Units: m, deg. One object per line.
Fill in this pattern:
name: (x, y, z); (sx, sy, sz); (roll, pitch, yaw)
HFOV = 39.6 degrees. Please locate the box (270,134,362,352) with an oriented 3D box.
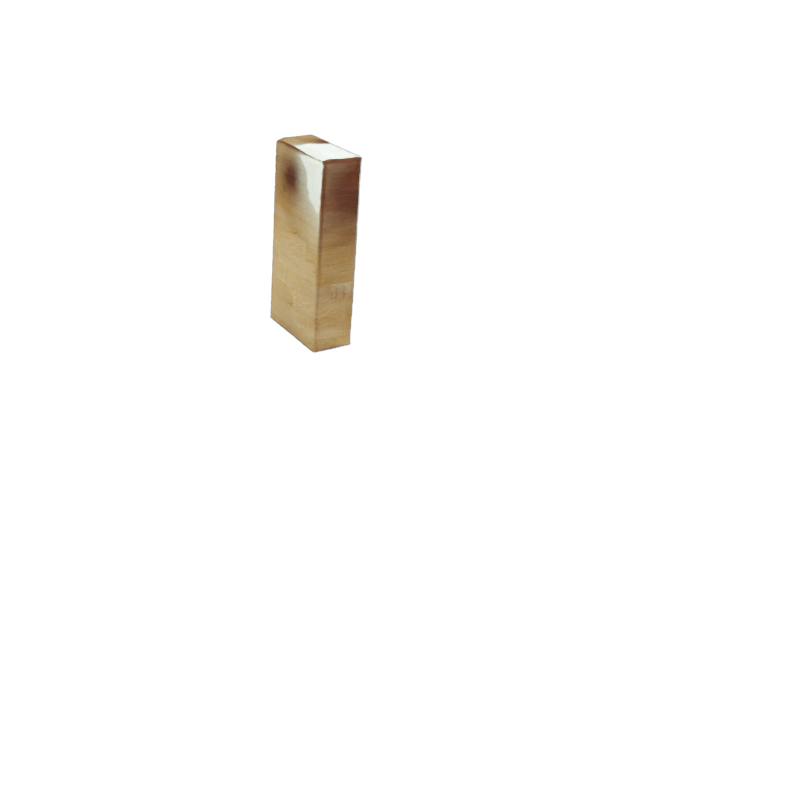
box: (-0.078, -0.142, 0.993); (0.047, 0.168, 0.100); (-10, 24, -29)
